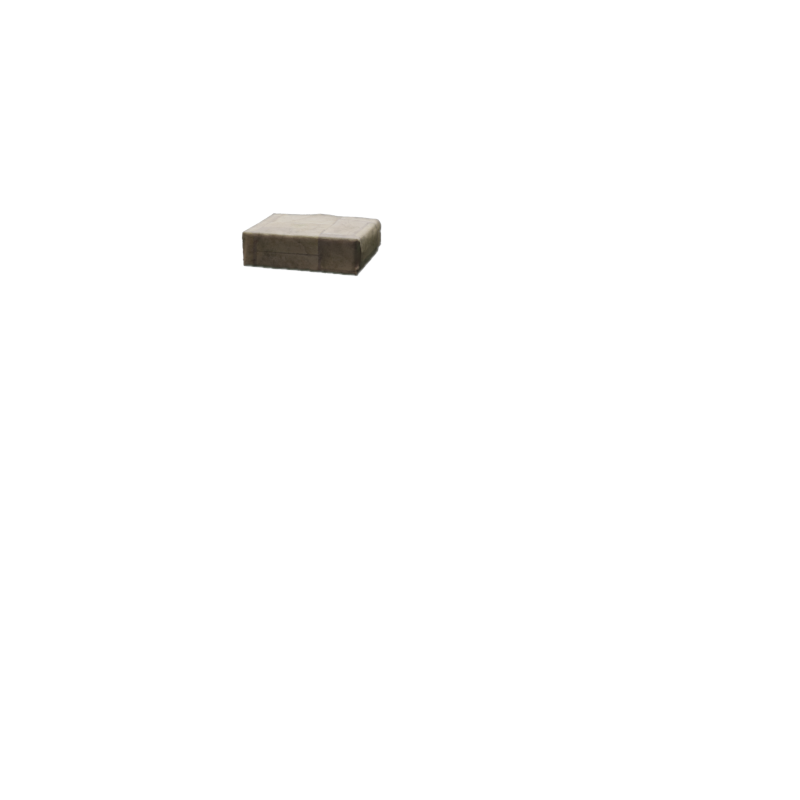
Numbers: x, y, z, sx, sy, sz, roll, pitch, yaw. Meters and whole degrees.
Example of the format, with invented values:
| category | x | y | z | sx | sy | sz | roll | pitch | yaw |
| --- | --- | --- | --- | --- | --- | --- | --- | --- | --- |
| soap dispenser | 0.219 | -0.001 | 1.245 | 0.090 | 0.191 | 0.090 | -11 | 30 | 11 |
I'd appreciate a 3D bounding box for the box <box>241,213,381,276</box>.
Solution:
| category | x | y | z | sx | sy | sz | roll | pitch | yaw |
| --- | --- | --- | --- | --- | --- | --- | --- | --- | --- |
| box | -0.065 | -0.118 | 0.827 | 0.091 | 0.029 | 0.074 | 5 | 20 | 13 |
